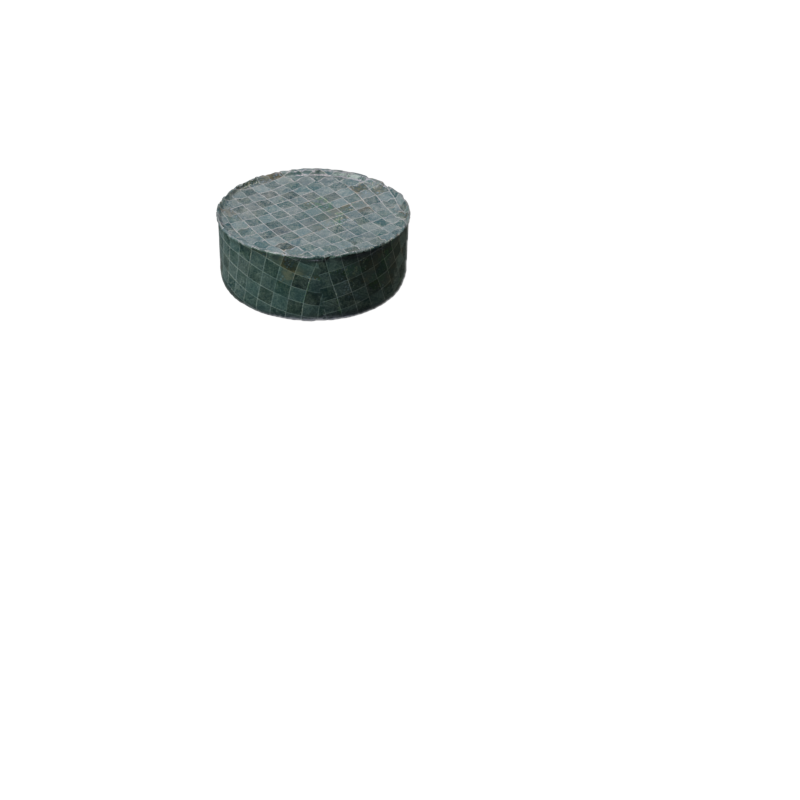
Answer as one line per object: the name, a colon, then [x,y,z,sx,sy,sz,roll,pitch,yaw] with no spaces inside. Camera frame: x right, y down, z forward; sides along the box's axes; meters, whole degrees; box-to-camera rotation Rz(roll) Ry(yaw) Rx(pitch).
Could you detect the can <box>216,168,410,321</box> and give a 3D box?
can: [-0.039,-0.071,0.496,0.086,0.031,0.092,-1,34,-2]
